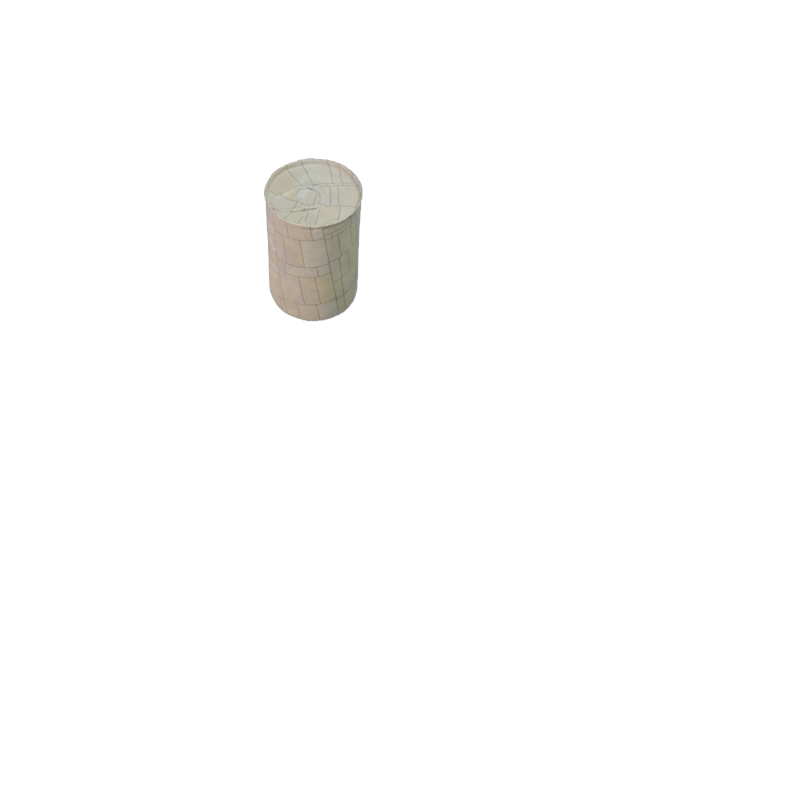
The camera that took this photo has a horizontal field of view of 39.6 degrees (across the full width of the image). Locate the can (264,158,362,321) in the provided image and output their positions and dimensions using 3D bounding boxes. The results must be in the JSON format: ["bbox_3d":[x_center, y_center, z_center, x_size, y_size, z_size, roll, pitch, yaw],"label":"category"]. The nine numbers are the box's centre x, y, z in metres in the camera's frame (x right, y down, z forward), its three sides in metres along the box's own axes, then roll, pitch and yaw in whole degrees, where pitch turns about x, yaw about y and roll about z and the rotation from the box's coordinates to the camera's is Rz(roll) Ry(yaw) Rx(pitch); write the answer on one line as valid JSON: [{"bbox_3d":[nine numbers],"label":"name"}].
[{"bbox_3d":[-0.062,-0.114,0.798,0.068,0.074,0.095,0,-40,-3],"label":"can"}]
